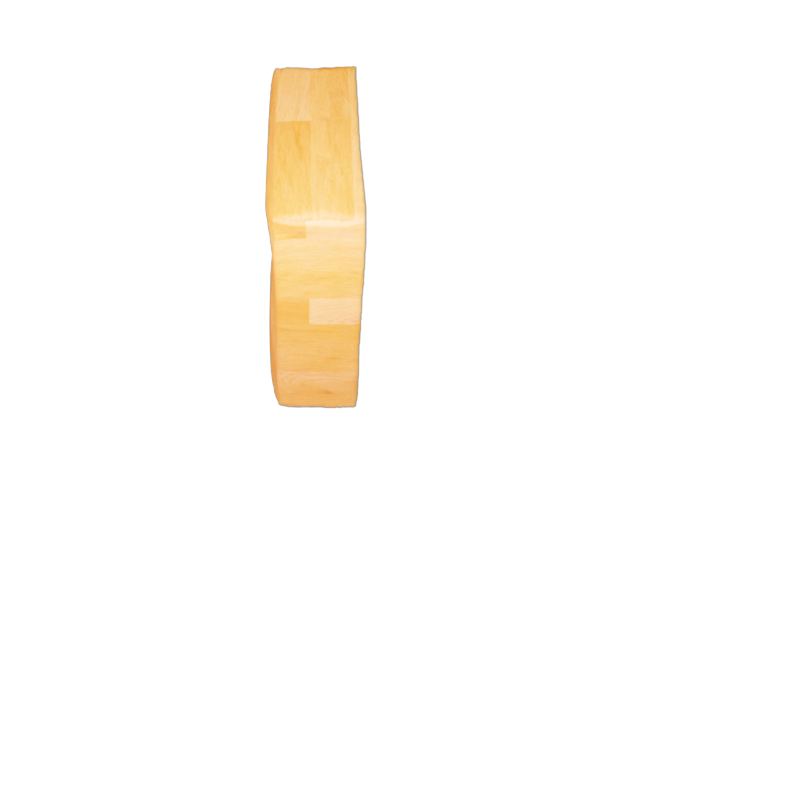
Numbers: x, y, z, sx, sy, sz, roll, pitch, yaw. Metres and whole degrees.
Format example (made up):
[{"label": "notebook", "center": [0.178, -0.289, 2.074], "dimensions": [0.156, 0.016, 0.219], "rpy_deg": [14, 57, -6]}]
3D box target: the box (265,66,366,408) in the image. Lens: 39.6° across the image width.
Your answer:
[{"label": "box", "center": [-0.066, -0.121, 0.846], "dimensions": [0.071, 0.176, 0.199], "rpy_deg": [-1, -39, -5]}]
